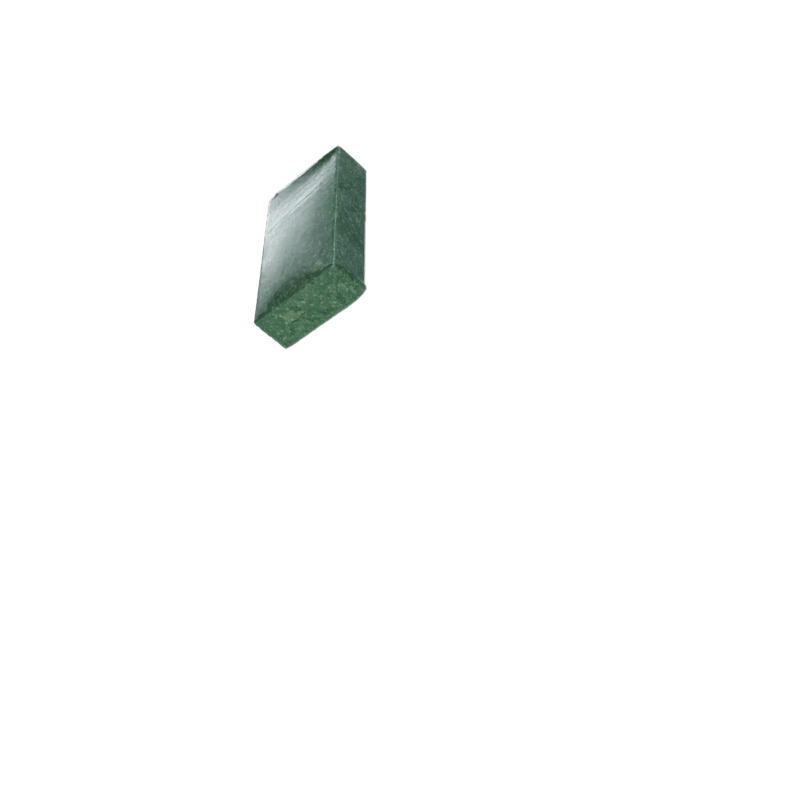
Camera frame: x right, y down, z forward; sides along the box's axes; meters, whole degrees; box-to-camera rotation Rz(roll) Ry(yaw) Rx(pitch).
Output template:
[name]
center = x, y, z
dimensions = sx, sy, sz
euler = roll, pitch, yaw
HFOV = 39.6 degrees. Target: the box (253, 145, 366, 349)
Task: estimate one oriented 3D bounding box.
[box]
center = -0.075, -0.135, 0.948
dimensions = 0.093, 0.189, 0.045
euler = -34, -54, 25
